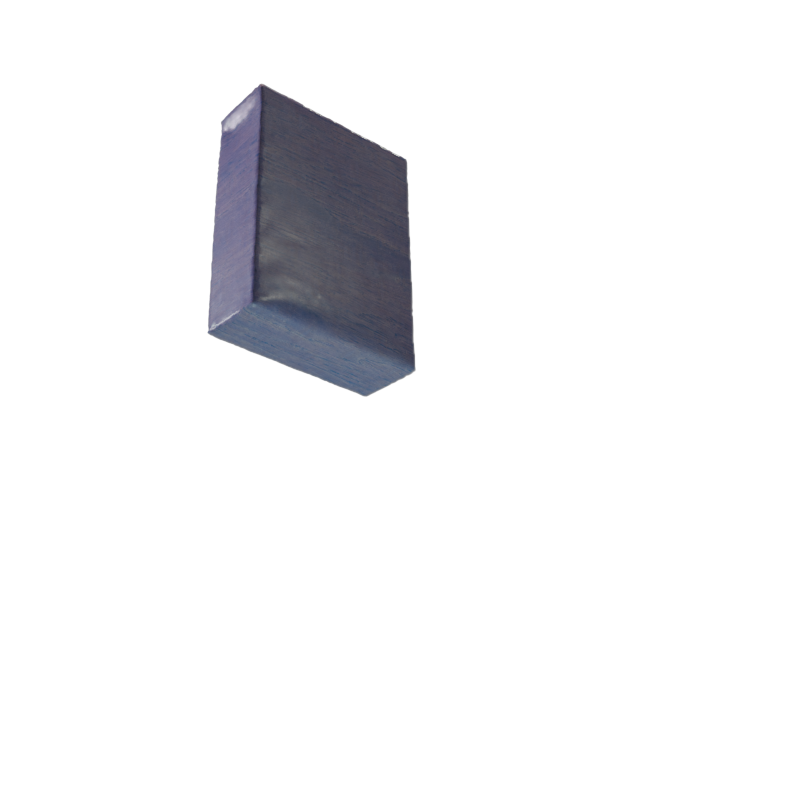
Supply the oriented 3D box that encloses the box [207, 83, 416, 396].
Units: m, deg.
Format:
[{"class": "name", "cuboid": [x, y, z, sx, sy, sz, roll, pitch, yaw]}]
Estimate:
[{"class": "box", "cuboid": [-0.071, -0.130, 0.908, 0.155, 0.228, 0.071, 22, -39, -34]}]
